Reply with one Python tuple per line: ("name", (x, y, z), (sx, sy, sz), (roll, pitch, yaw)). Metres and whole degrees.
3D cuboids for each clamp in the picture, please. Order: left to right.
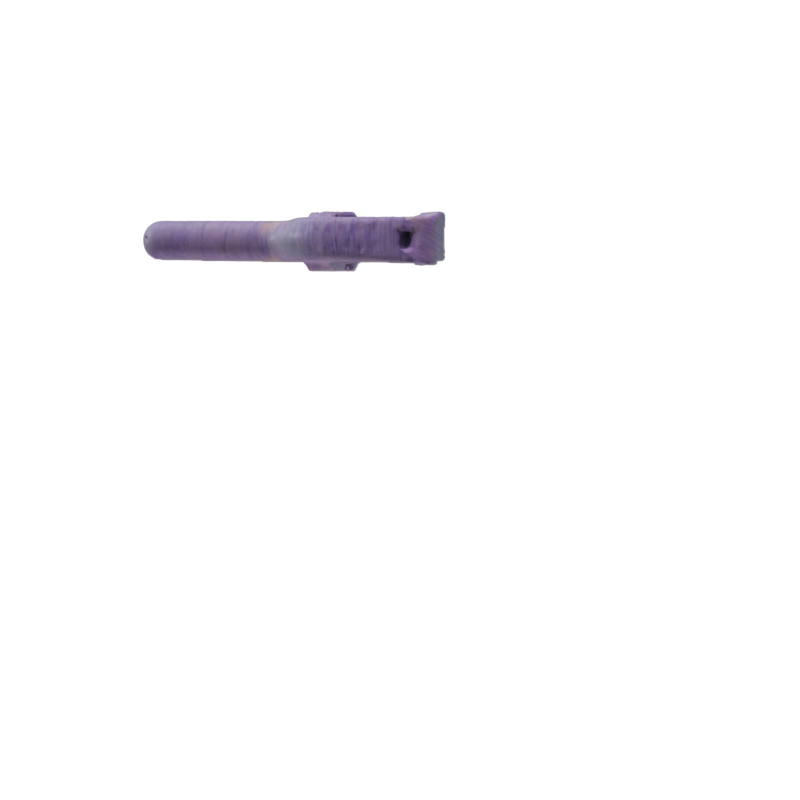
("clamp", (-0.053, -0.096, 0.671), (0.159, 0.036, 0.218), (-4, 8, -28))
